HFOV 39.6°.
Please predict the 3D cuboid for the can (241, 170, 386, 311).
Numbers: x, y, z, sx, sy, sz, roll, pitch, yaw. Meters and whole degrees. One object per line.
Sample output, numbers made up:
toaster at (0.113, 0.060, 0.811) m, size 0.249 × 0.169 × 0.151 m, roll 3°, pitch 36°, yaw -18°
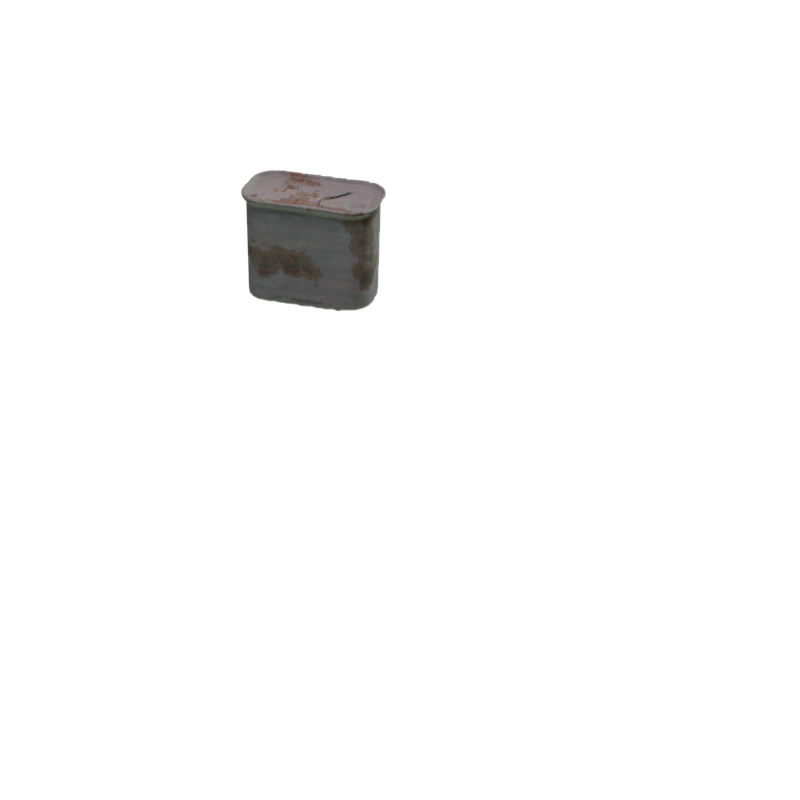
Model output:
can at (-0.064, -0.117, 0.819) m, size 0.104 × 0.079 × 0.060 m, roll 9°, pitch 31°, yaw 14°
